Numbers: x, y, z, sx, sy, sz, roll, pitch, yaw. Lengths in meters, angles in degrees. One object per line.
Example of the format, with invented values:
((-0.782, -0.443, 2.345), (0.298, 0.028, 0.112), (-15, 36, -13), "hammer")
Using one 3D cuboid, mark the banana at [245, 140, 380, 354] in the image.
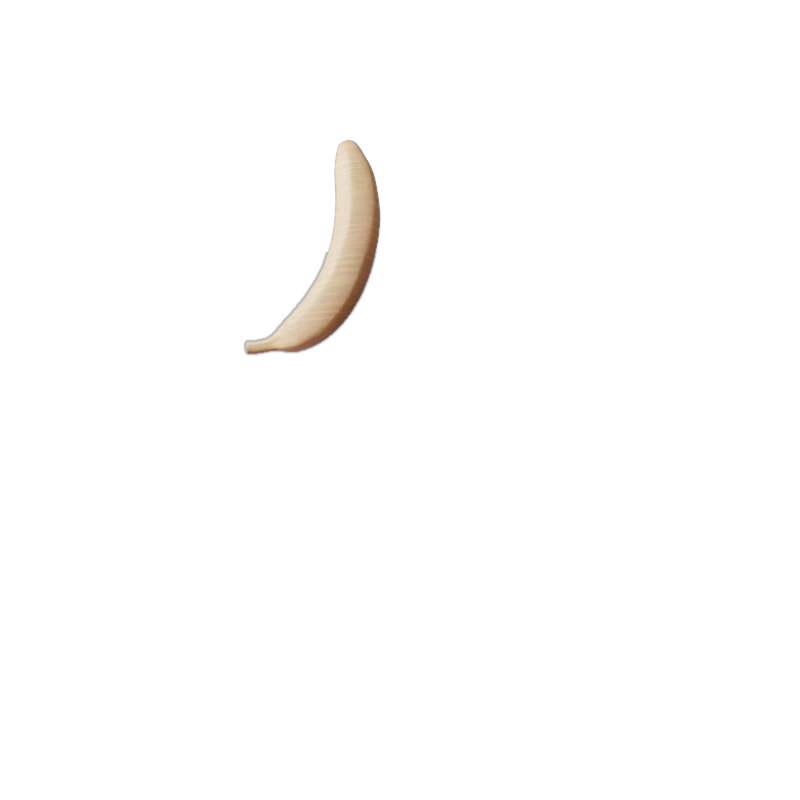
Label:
((-0.054, -0.116, 0.886), (0.071, 0.203, 0.035), (22, -17, 6), "banana")
